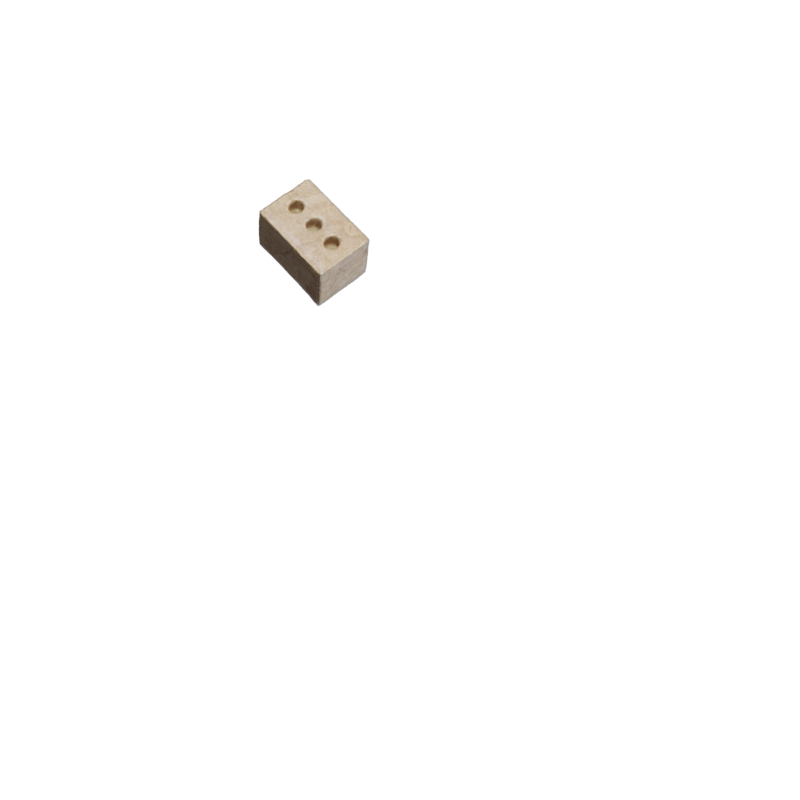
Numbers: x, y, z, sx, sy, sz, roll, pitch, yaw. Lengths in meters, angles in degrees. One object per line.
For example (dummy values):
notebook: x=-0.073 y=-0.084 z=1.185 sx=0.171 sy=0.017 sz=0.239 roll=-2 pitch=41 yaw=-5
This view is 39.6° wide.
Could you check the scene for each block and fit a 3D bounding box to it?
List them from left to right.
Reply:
block: x=-0.069 y=-0.126 z=0.880 sx=0.053 sy=0.082 sz=0.048 roll=-36 pitch=-23 yaw=-20
